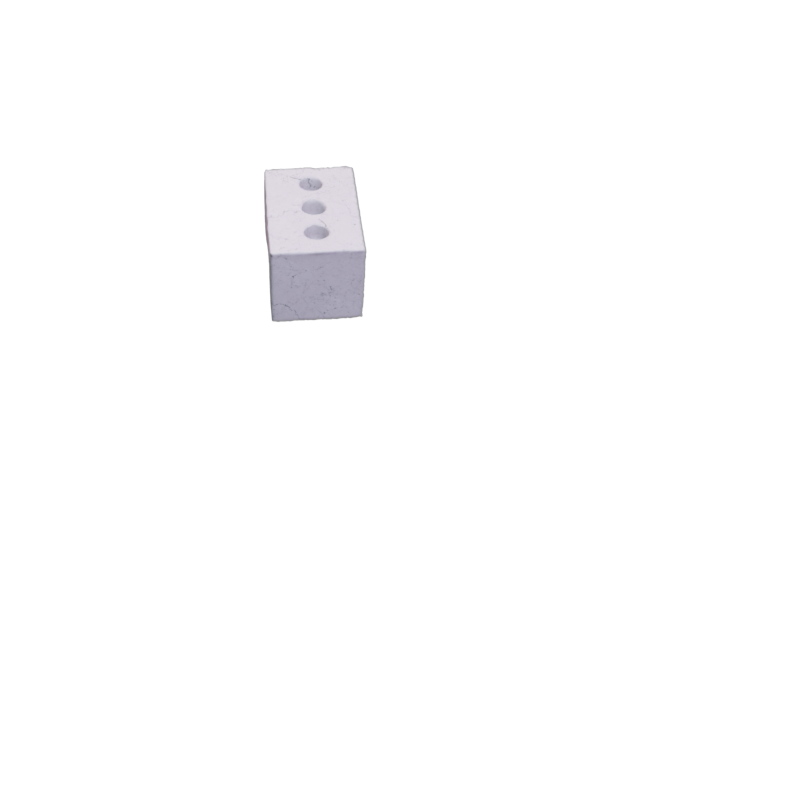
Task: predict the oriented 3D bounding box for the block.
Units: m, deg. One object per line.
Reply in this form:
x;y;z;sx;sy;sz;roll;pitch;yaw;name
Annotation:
-0.049;-0.089;0.623;0.052;0.048;0.084;-4;44;-6;block
